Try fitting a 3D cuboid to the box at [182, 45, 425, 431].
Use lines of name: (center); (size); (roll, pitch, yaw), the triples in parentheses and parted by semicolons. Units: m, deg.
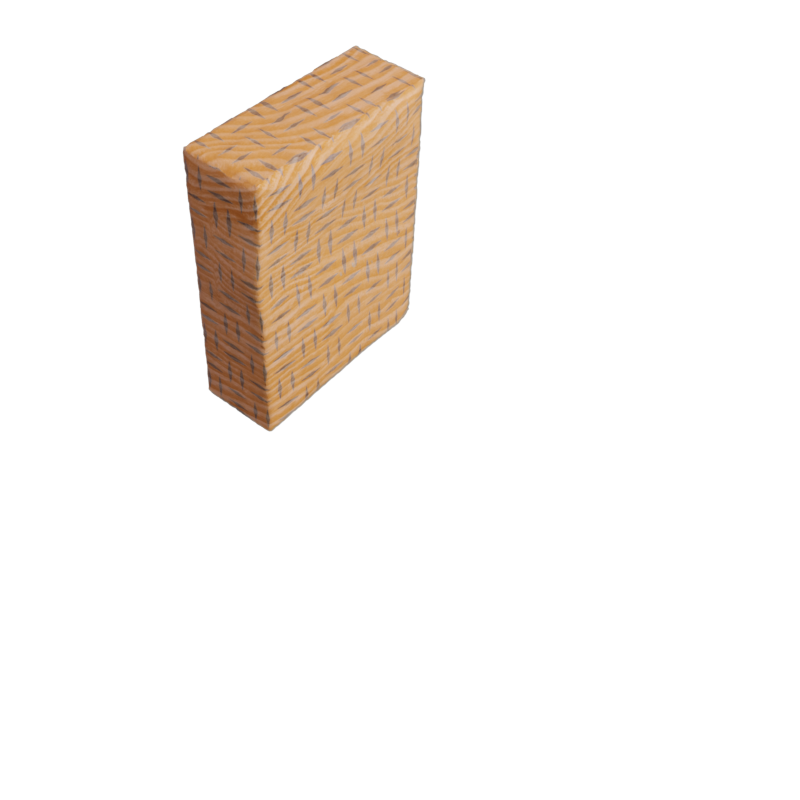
box: (-0.059, -0.108, 0.756); (0.076, 0.199, 0.166); (30, 50, 25)
